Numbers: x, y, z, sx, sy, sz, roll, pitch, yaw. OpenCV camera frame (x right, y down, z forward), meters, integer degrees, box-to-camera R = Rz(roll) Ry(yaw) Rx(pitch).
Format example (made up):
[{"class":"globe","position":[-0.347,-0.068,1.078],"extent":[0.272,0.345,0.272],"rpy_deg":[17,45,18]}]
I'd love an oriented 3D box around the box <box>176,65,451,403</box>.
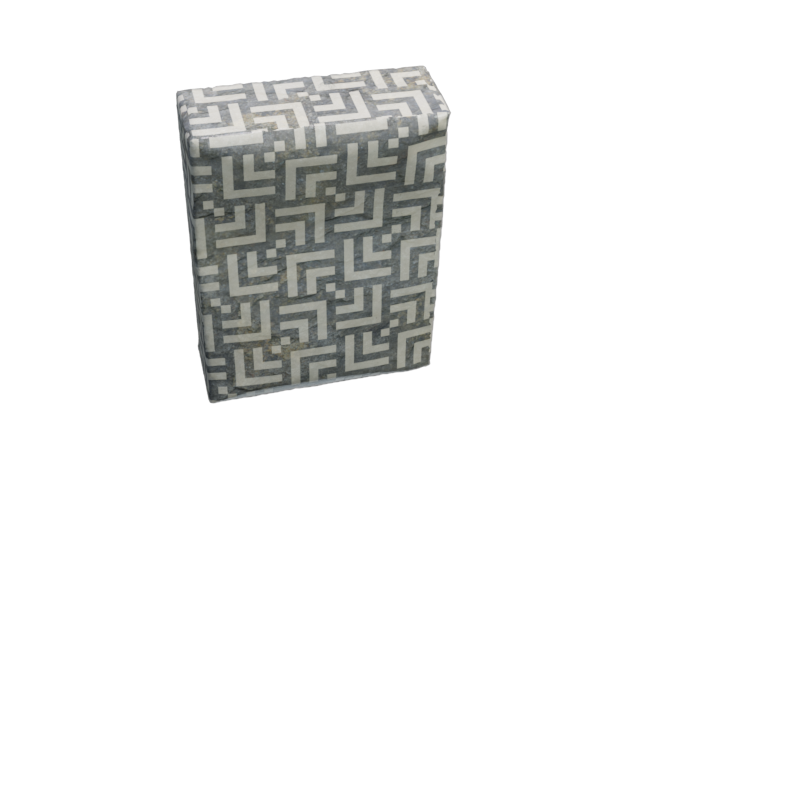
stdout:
[{"class":"box","position":[-0.058,-0.105,0.739],"extent":[0.162,0.199,0.078],"rpy_deg":[-8,41,-12]}]
